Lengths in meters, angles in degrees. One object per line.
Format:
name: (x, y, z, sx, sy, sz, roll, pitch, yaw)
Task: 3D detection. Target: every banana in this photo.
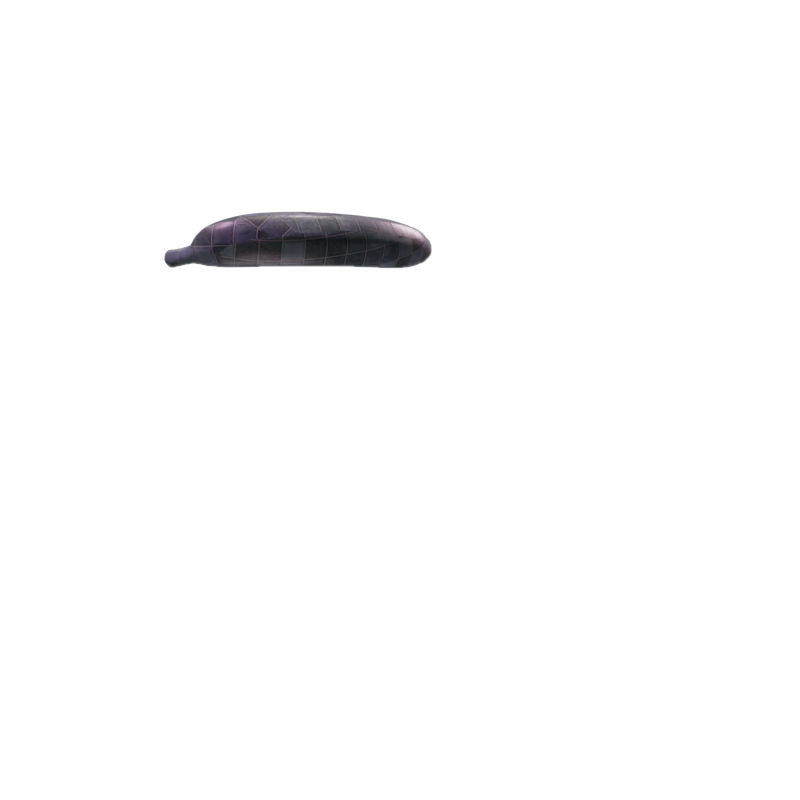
banana: (-0.055, -0.108, 0.749, 0.192, 0.037, 0.072, -3, 5, -23)
